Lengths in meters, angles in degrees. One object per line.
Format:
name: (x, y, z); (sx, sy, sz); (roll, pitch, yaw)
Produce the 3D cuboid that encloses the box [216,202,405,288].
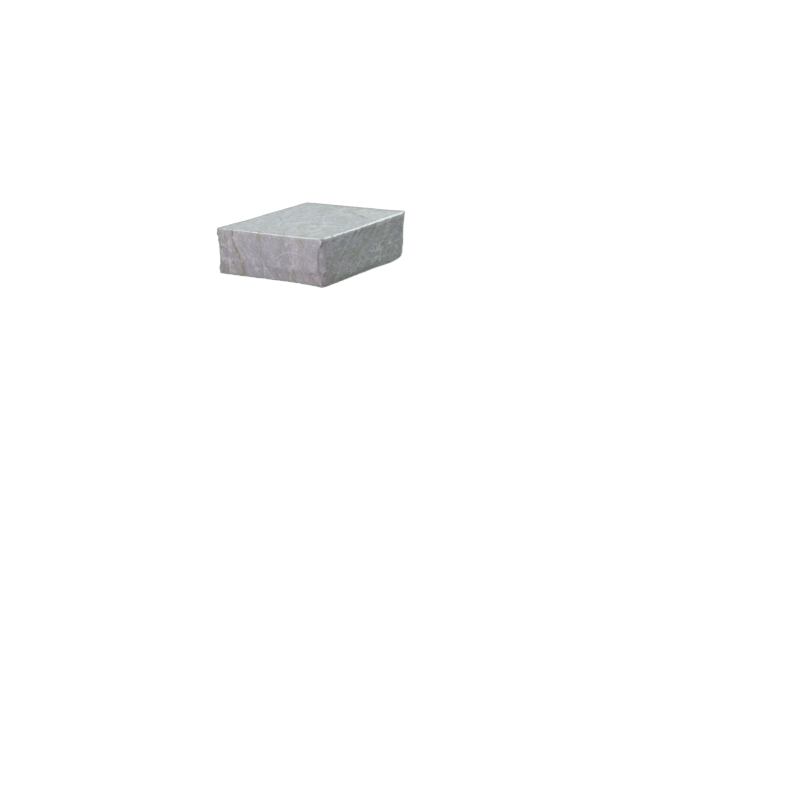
box: (-0.062, -0.113, 0.795); (0.094, 0.038, 0.112); (11, 21, 30)
